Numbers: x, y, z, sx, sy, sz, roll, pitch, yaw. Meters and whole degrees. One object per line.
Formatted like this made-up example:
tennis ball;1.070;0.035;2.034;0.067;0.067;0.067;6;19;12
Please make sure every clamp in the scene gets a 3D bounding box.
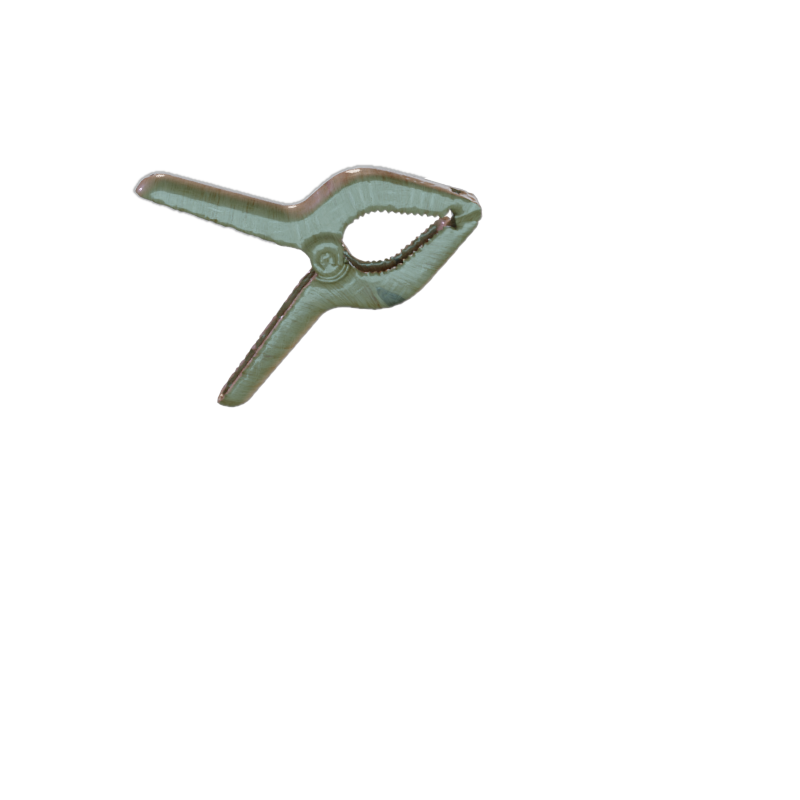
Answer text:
clamp;-0.055;-0.100;0.703;0.210;0.157;0.038;-23;19;8
